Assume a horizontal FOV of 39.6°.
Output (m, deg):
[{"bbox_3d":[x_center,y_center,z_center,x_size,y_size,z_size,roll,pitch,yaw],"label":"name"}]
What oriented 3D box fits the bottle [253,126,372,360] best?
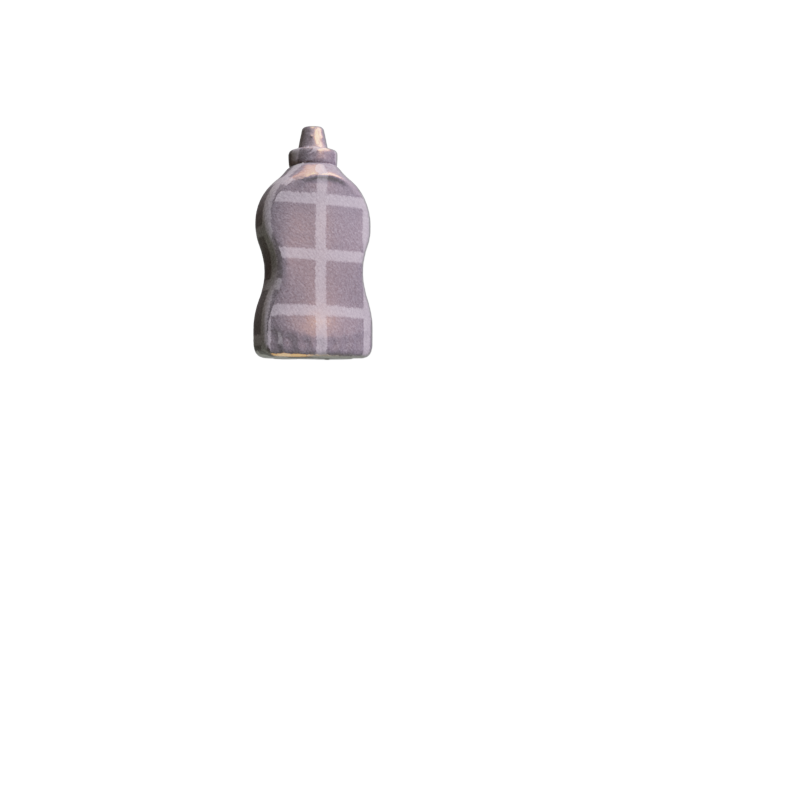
[{"bbox_3d":[-0.071,-0.130,0.911,0.093,0.195,0.059,2,-7,-21],"label":"bottle"}]
